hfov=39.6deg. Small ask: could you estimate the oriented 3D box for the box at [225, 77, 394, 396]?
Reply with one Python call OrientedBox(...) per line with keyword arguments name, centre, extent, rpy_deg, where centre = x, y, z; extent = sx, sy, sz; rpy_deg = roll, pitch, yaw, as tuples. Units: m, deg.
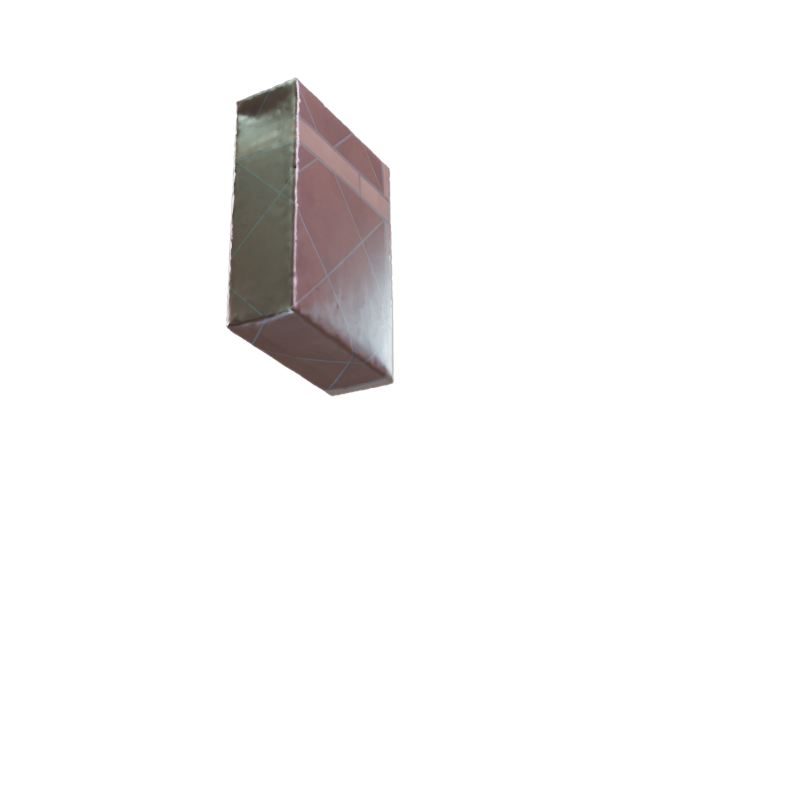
OrientedBox(name="box", centre=(-0.072, -0.132, 0.923), extent=(0.073, 0.227, 0.152), rpy_deg=(-16, -29, 25))
